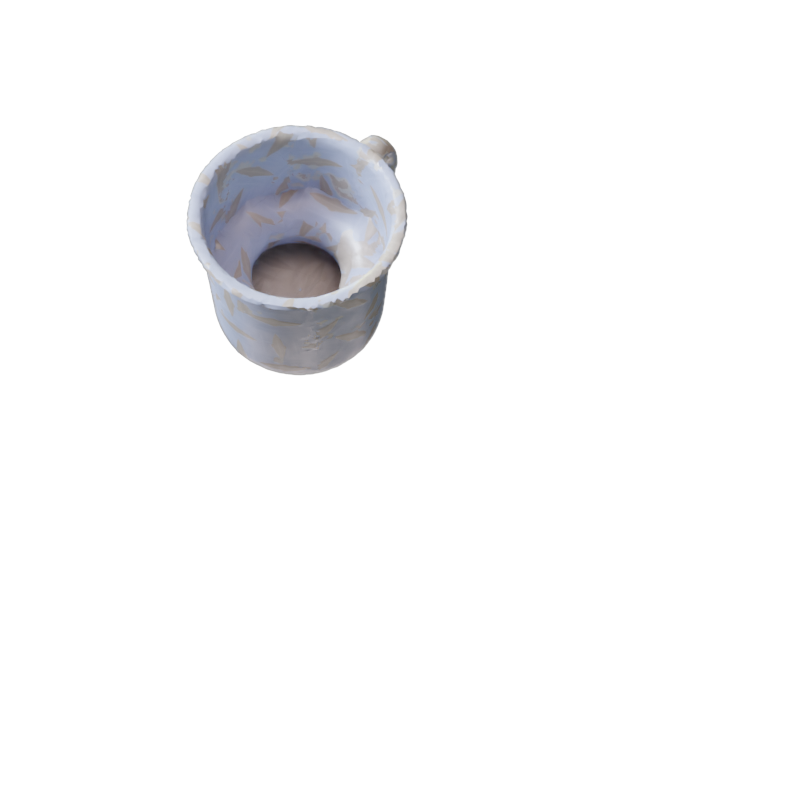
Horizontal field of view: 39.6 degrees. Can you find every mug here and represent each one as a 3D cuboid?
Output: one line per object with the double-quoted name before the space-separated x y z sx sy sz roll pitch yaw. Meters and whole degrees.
"mug" -0.040 -0.072 0.506 0.097 0.120 0.077 30 -25 13
